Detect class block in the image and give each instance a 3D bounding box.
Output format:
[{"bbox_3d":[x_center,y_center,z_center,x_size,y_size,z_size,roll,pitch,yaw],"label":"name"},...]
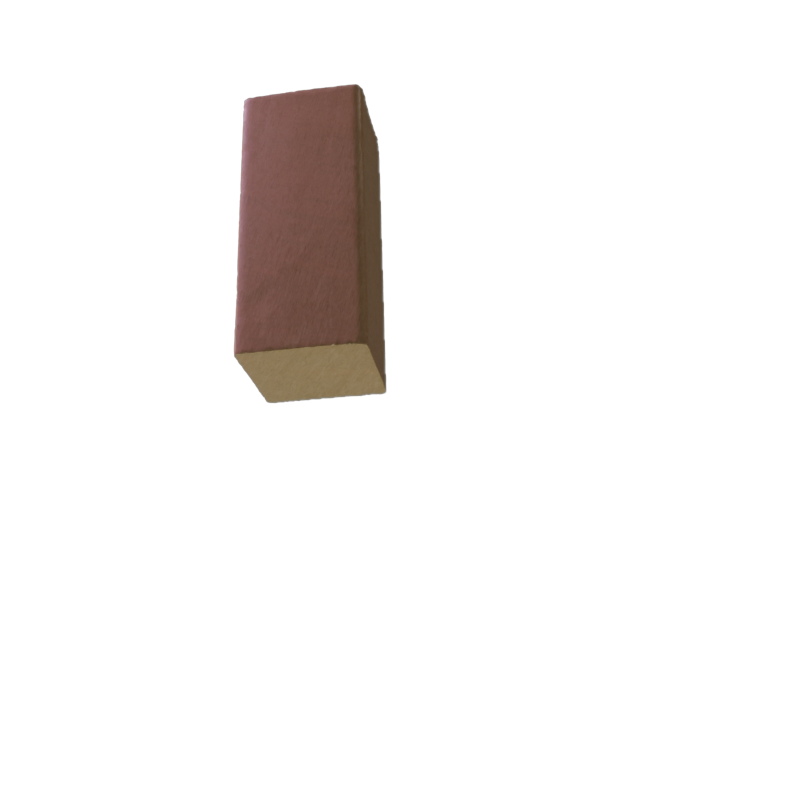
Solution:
[{"bbox_3d":[-0.062,-0.114,0.797,0.091,0.219,0.084,-6,-27,8],"label":"block"}]
